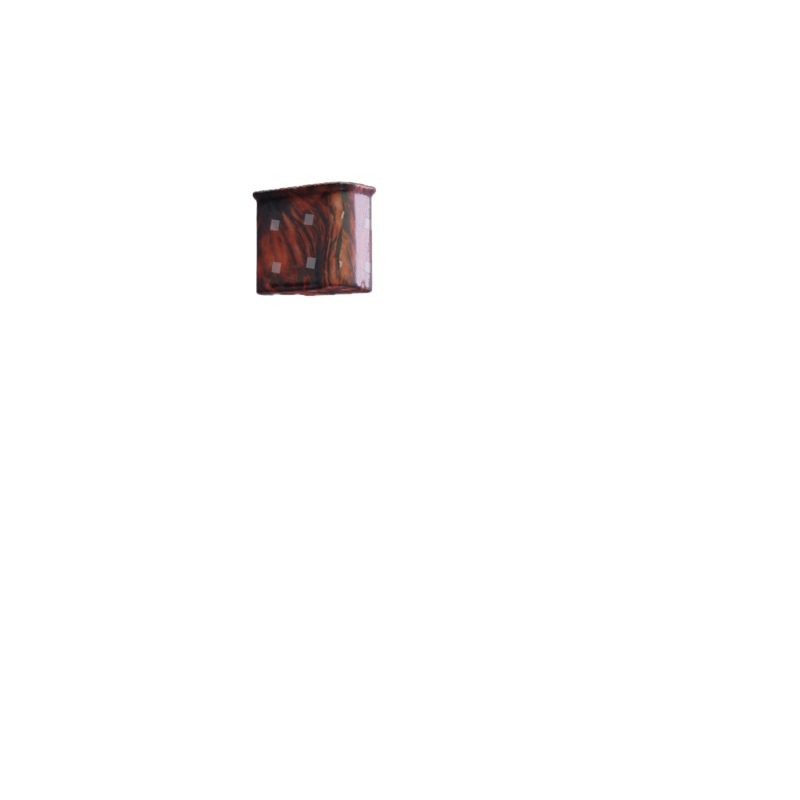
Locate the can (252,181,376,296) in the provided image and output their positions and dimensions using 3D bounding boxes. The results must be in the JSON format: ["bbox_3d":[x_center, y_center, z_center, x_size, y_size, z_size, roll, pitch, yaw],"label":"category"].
[{"bbox_3d":[-0.070,-0.128,0.893,0.105,0.085,0.055,-2,-4,35],"label":"can"}]
